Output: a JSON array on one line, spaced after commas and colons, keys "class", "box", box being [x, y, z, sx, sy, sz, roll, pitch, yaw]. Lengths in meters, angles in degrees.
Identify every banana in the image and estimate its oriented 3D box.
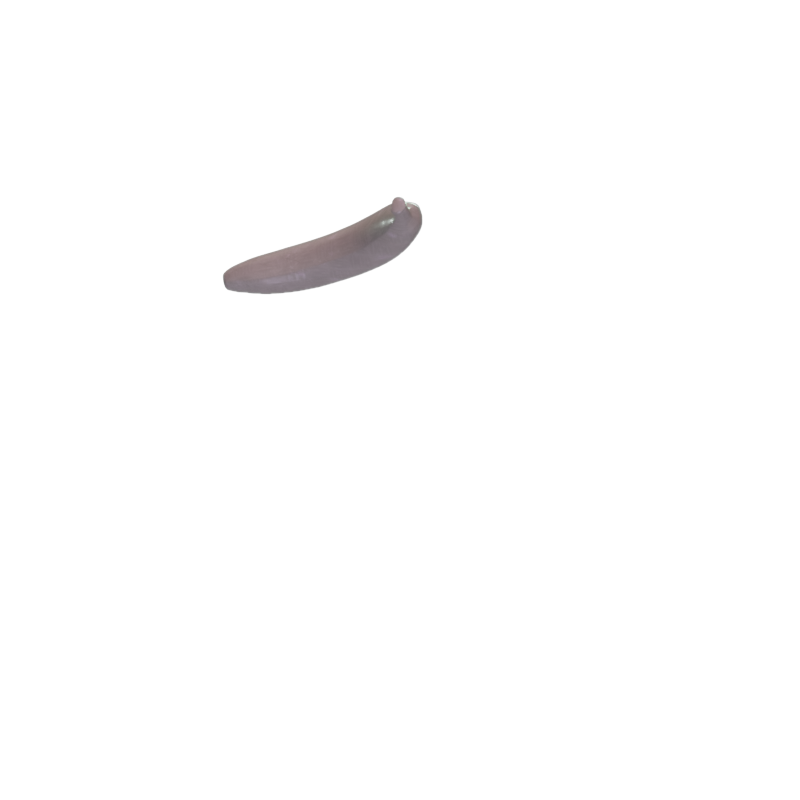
[{"class": "banana", "box": [-0.050, -0.117, 0.849, 0.200, 0.039, 0.065, -18, -27, 40]}]
